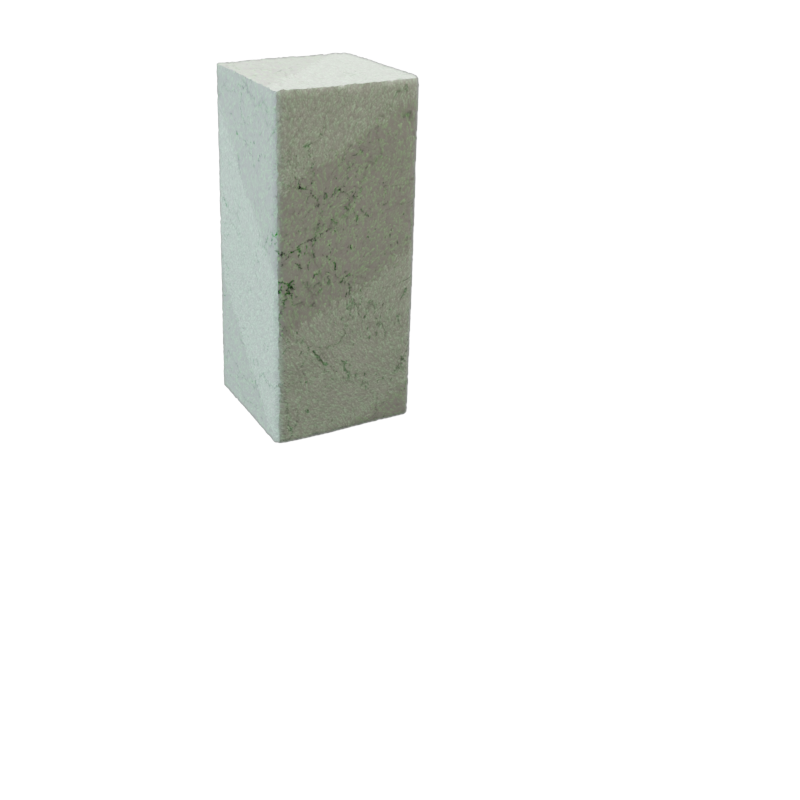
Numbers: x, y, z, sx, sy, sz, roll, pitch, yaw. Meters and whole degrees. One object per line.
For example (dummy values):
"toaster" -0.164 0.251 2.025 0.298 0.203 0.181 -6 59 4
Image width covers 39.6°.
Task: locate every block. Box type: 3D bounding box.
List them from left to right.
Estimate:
"block" -0.051 -0.094 0.657 0.088 0.197 0.097 -9 23 -26
